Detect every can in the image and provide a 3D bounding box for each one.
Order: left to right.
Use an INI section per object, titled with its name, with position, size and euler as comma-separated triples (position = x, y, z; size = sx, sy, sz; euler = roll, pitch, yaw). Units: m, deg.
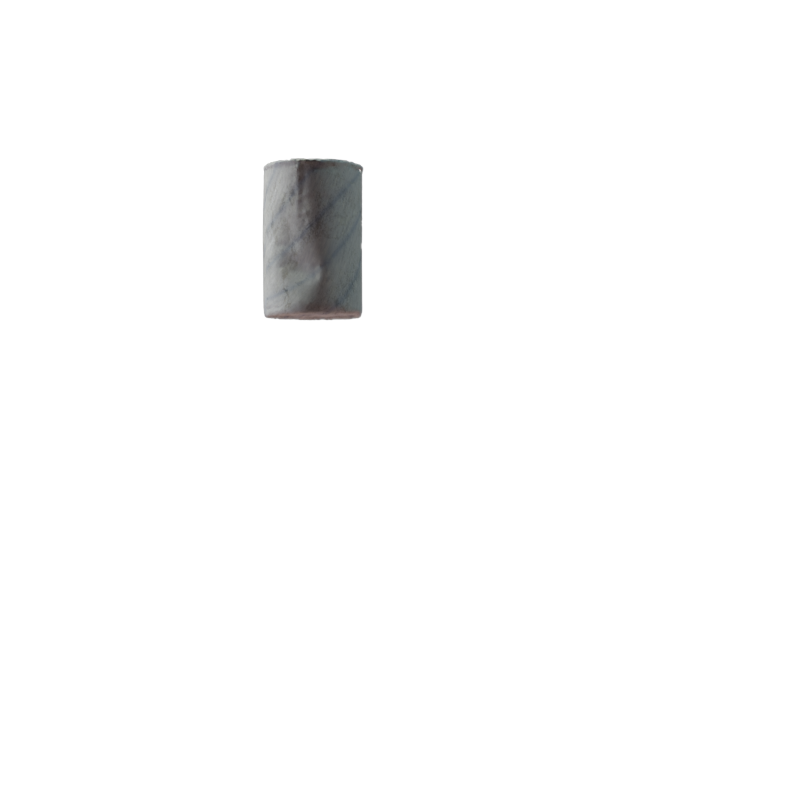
[can]
position = -0.058, -0.107, 0.747
size = 0.068, 0.104, 0.068
euler = 0, -5, -2
